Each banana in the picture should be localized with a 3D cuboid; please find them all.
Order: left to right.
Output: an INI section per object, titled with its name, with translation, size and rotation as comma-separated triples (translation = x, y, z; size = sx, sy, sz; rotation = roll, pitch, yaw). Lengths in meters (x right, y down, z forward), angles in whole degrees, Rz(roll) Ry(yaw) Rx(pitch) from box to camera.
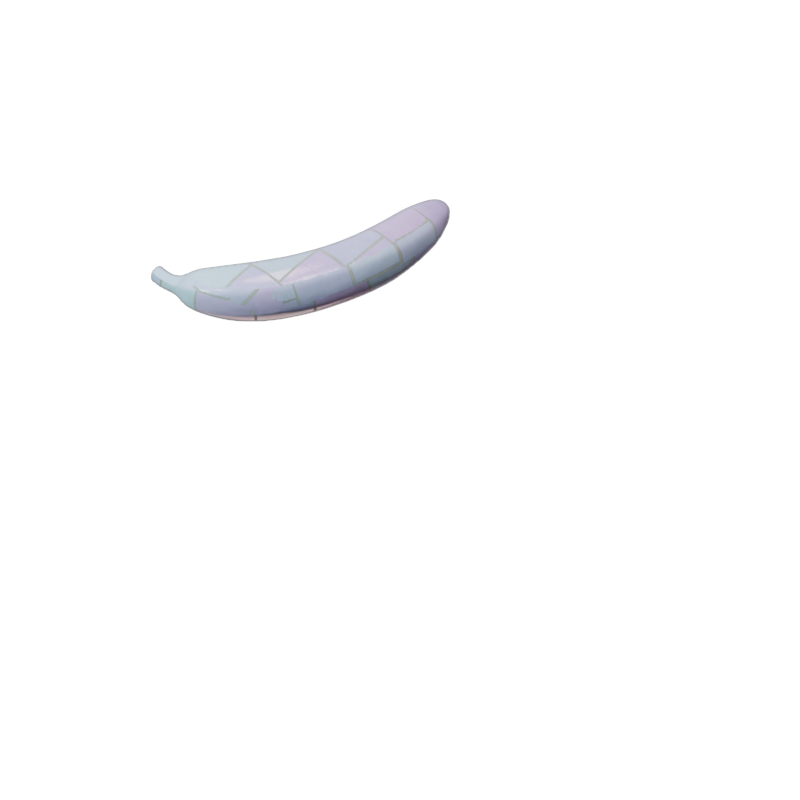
[banana]
translation = -0.052, -0.085, 0.685
size = 0.196, 0.075, 0.034
rotation = -14, -40, -12
